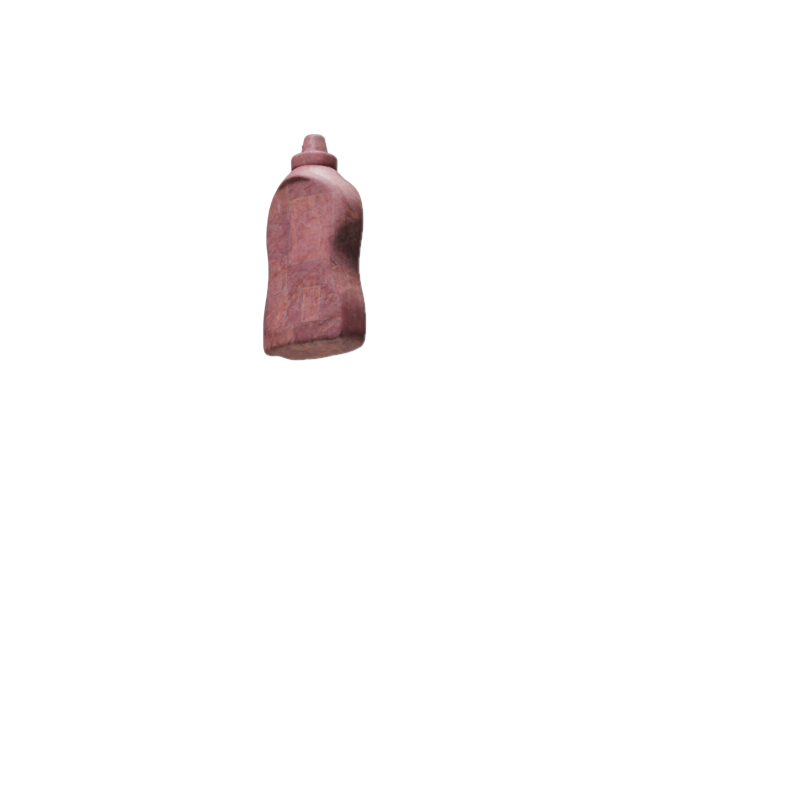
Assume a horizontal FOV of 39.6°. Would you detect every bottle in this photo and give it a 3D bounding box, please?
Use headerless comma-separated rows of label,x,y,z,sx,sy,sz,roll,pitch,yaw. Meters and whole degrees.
bottle,-0.073,-0.134,0.942,0.055,0.199,0.098,14,-21,-43
